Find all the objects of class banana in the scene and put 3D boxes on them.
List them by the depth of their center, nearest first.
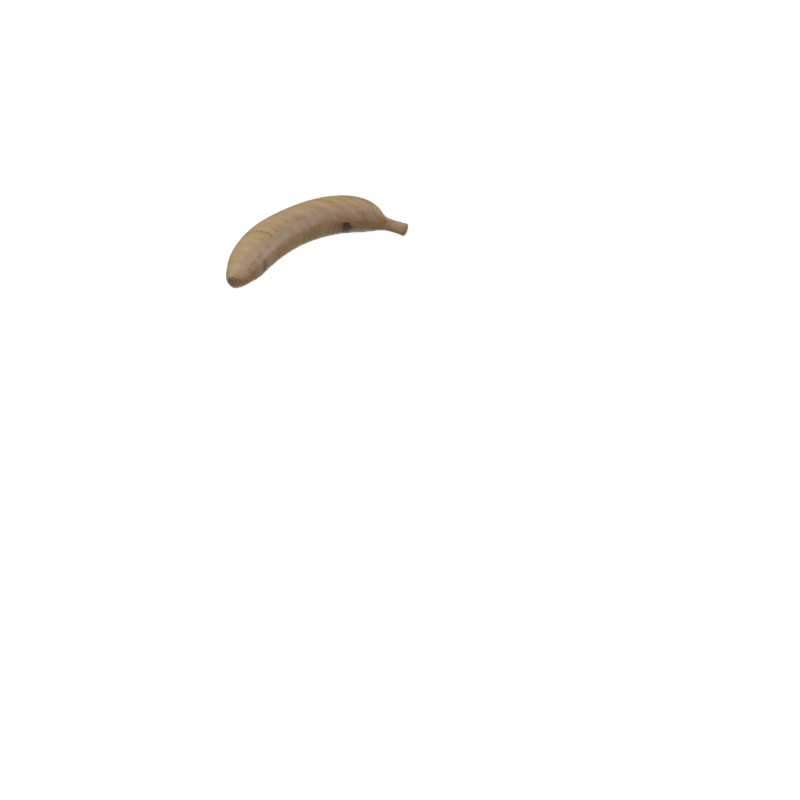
[{"bbox_3d":[-0.086,-0.151,1.001,0.196,0.034,0.075,-24,40,-32],"label":"banana"}]
